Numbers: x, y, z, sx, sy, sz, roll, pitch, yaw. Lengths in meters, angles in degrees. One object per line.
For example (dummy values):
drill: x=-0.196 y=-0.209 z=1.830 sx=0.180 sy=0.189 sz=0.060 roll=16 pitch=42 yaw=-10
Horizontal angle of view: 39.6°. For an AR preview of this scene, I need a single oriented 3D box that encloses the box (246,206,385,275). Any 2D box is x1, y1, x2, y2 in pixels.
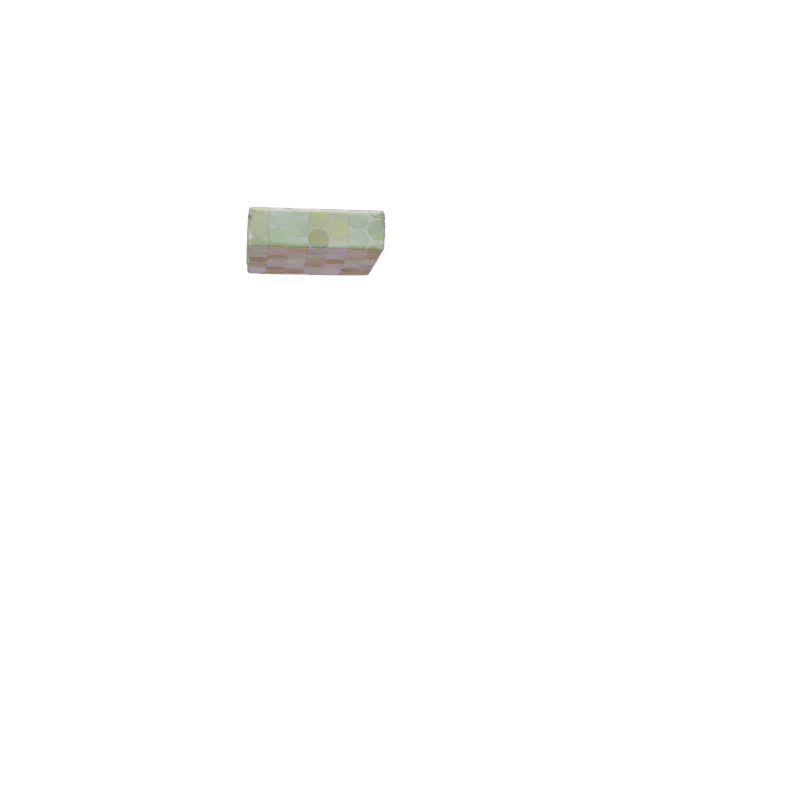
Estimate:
box: x=-0.058 y=-0.106 z=0.742 sx=0.089 sy=0.031 sz=0.072 roll=1 pitch=-8 yaw=-5
